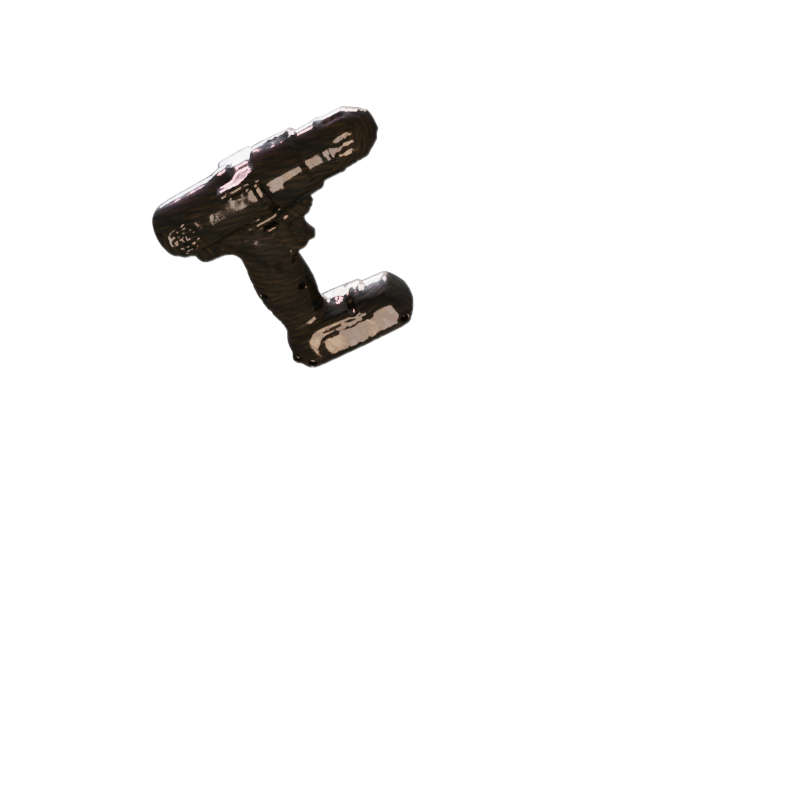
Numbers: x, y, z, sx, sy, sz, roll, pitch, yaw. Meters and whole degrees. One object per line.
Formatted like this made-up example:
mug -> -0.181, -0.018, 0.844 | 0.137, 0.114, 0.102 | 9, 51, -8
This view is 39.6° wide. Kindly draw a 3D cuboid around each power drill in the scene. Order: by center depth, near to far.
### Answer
power drill -> -0.066, -0.120, 0.841 | 0.185, 0.174, 0.061 | -24, 36, 19
